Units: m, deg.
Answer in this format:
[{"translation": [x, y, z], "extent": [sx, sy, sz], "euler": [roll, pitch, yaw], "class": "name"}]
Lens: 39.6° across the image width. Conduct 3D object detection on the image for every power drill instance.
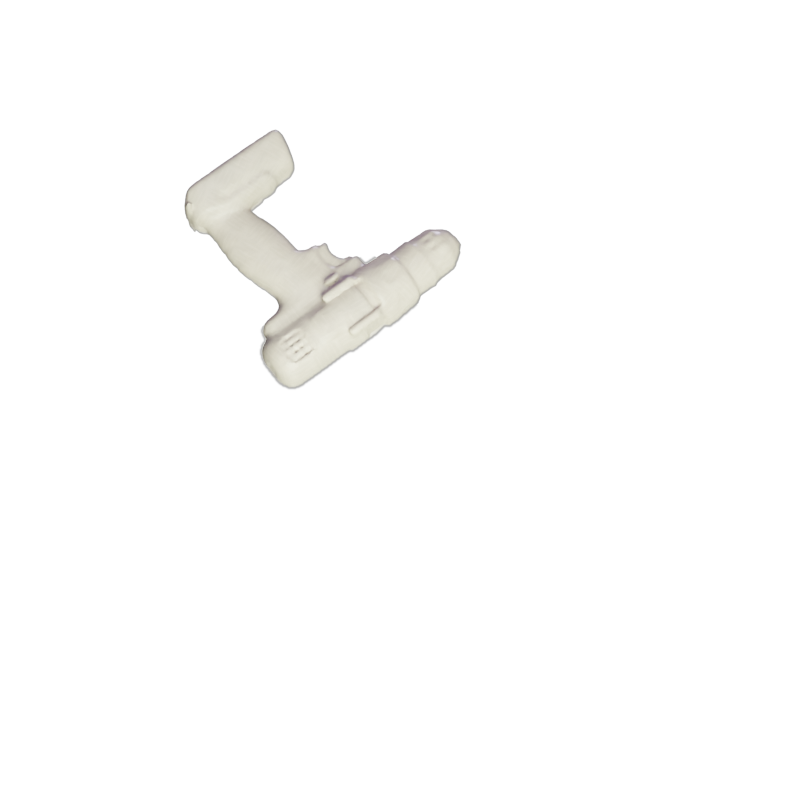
[{"translation": [-0.070, -0.128, 0.897], "extent": [0.185, 0.197, 0.054], "euler": [-36, -19, -15], "class": "power drill"}]
